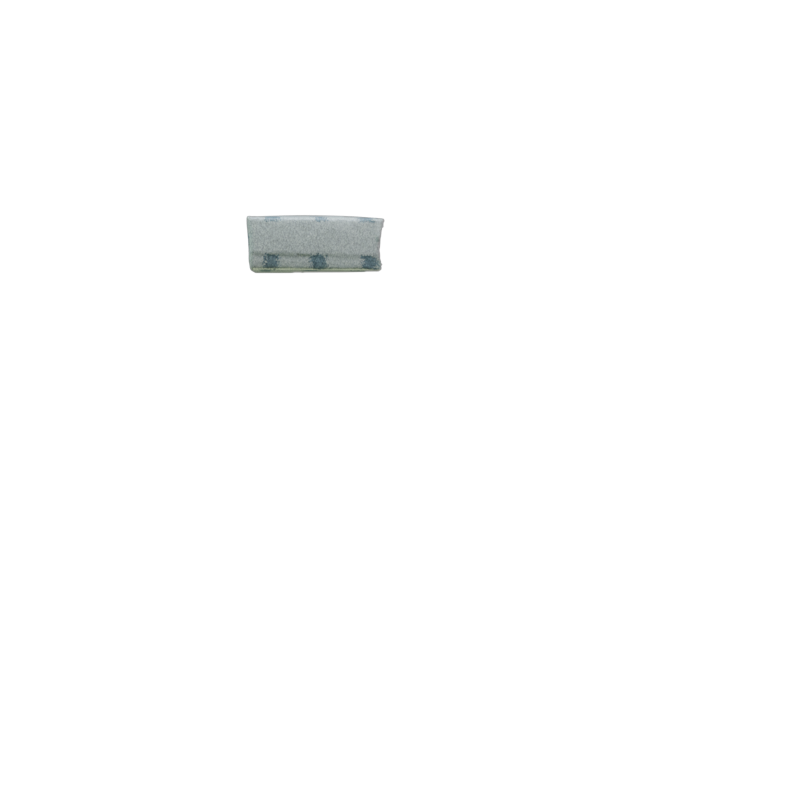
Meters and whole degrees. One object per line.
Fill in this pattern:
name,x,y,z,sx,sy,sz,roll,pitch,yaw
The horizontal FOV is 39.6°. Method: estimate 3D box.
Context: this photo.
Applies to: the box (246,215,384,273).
box,-0.060,-0.109,0.766,0.089,0.038,0.116,-1,10,-4
